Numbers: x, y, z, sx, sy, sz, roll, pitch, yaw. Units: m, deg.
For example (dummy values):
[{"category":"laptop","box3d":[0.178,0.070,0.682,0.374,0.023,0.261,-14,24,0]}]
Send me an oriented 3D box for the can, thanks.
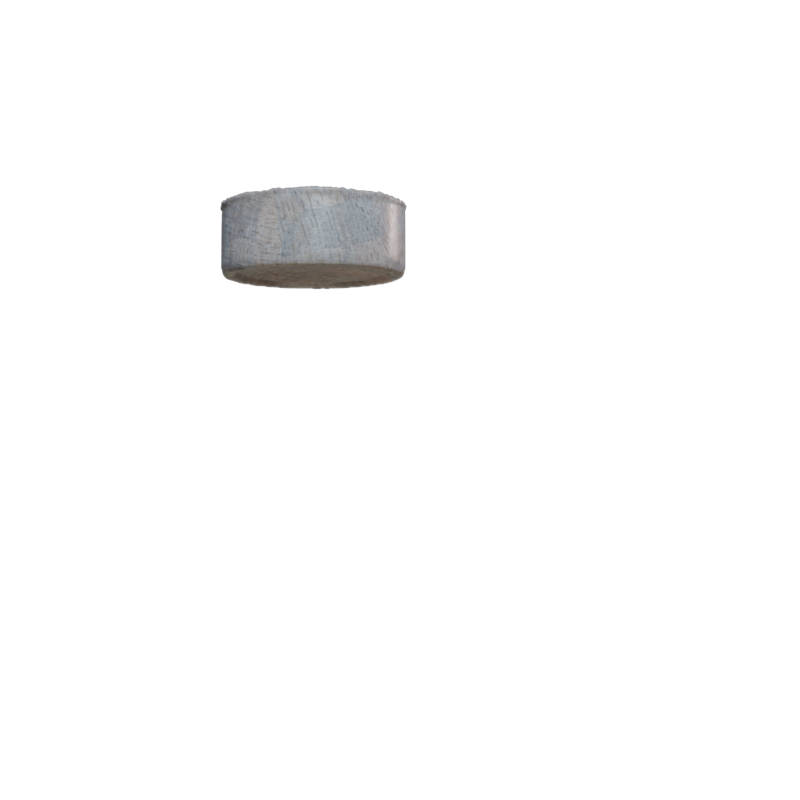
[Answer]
[{"category":"can","box3d":[-0.040,-0.073,0.509,0.086,0.034,0.085,0,-3,-2]}]
